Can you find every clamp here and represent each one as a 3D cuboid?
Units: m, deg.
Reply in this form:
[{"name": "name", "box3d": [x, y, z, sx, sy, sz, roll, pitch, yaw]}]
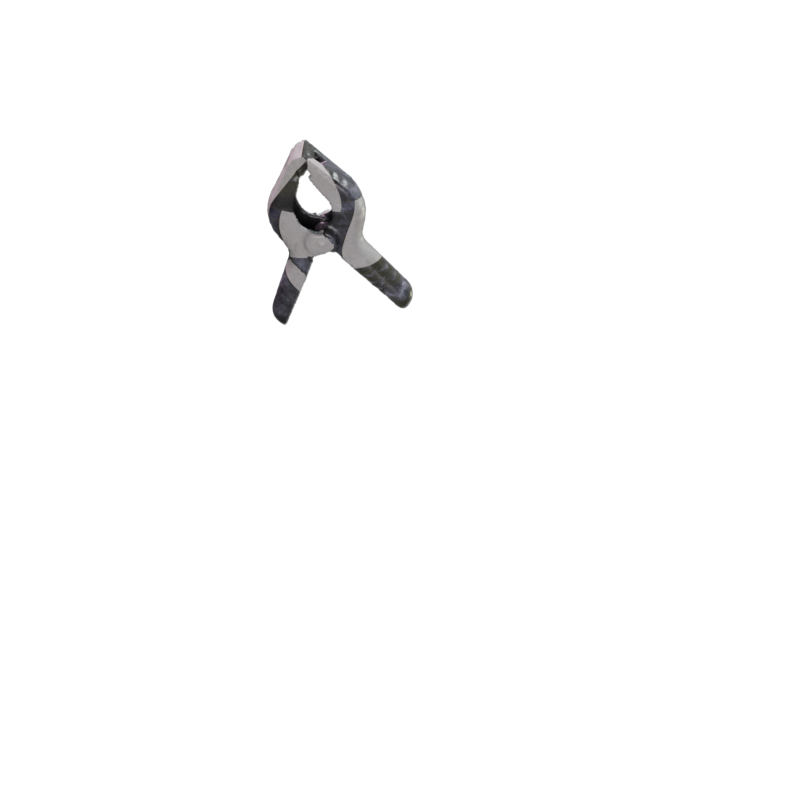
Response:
[{"name": "clamp", "box3d": [-0.071, -0.130, 0.911, 0.121, 0.160, 0.042, -18, 31, 11]}]
